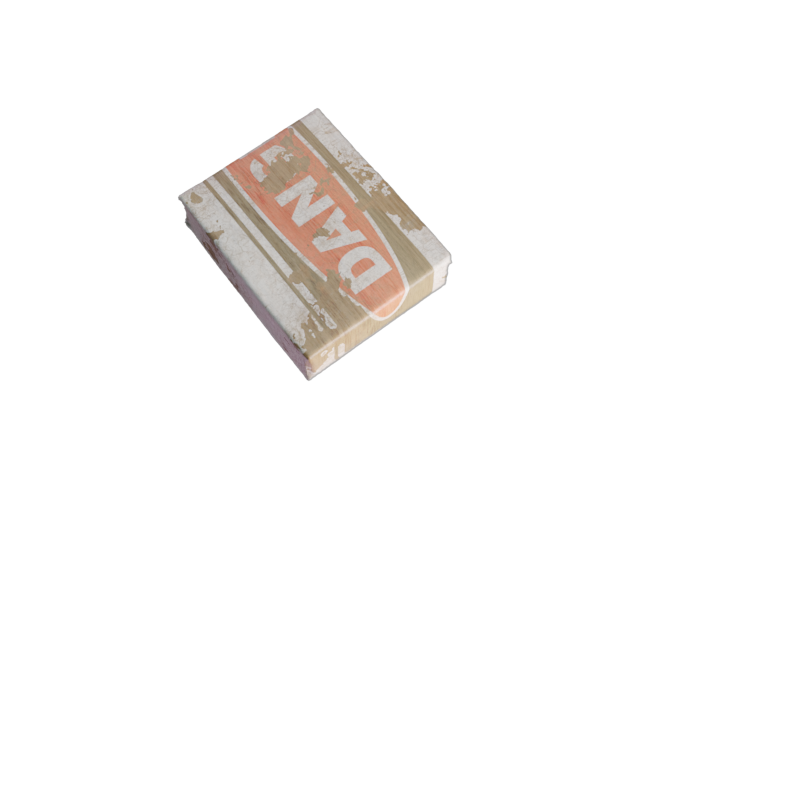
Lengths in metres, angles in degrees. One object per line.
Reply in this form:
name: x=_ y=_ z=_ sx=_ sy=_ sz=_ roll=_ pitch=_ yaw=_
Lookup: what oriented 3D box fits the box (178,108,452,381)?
box: x=-0.044 y=-0.080 z=0.563 sx=0.090 sy=0.120 sz=0.037 roll=-35 pitch=-21 yaw=-16
